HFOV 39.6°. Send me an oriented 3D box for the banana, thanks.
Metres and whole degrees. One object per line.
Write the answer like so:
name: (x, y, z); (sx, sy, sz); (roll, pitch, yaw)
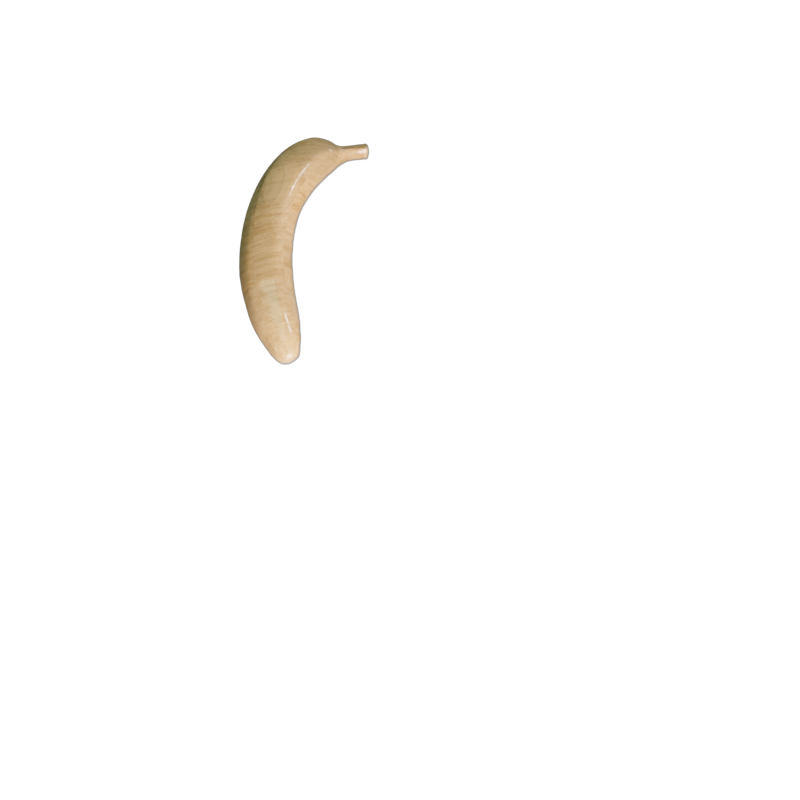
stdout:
banana: (-0.078, -0.120, 0.786); (0.071, 0.208, 0.034); (13, -30, 6)
